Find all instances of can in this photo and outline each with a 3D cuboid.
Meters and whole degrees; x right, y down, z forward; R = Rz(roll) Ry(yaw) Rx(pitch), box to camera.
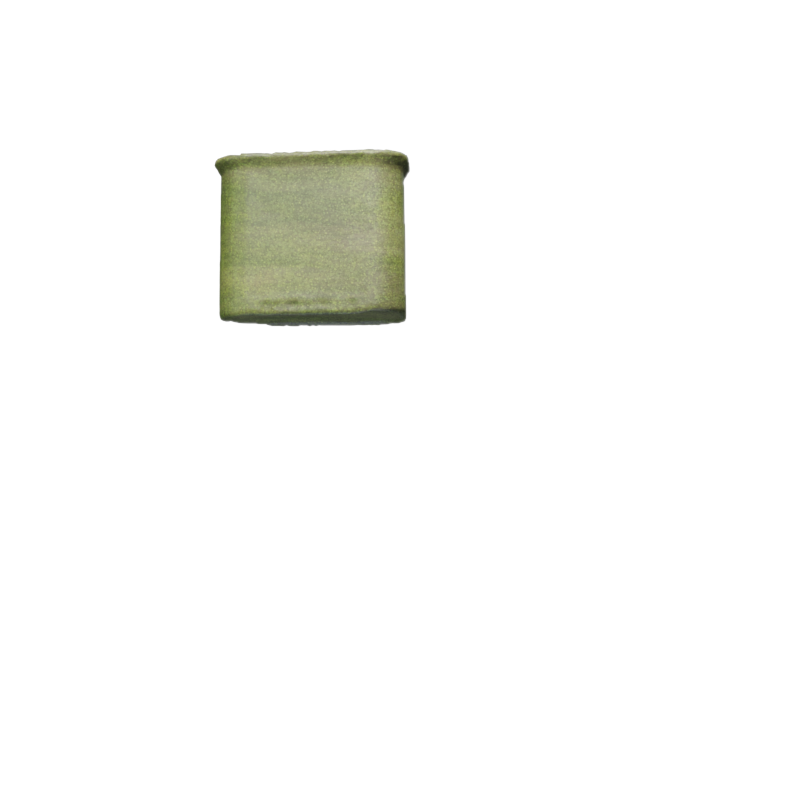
[{"bbox_3d":[-0.046,-0.083,0.582,0.103,0.086,0.056,-1,-8,5],"label":"can"}]
